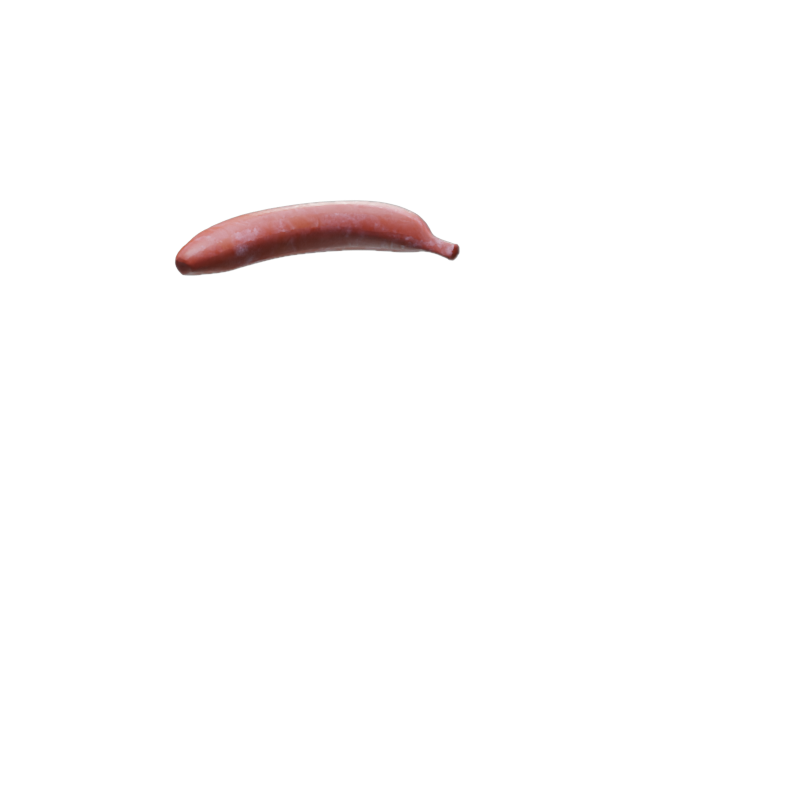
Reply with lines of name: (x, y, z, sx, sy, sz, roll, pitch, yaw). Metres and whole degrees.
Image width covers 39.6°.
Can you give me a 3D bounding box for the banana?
banana: (-0.061, -0.114, 0.762, 0.194, 0.035, 0.074, -7, 22, -17)
